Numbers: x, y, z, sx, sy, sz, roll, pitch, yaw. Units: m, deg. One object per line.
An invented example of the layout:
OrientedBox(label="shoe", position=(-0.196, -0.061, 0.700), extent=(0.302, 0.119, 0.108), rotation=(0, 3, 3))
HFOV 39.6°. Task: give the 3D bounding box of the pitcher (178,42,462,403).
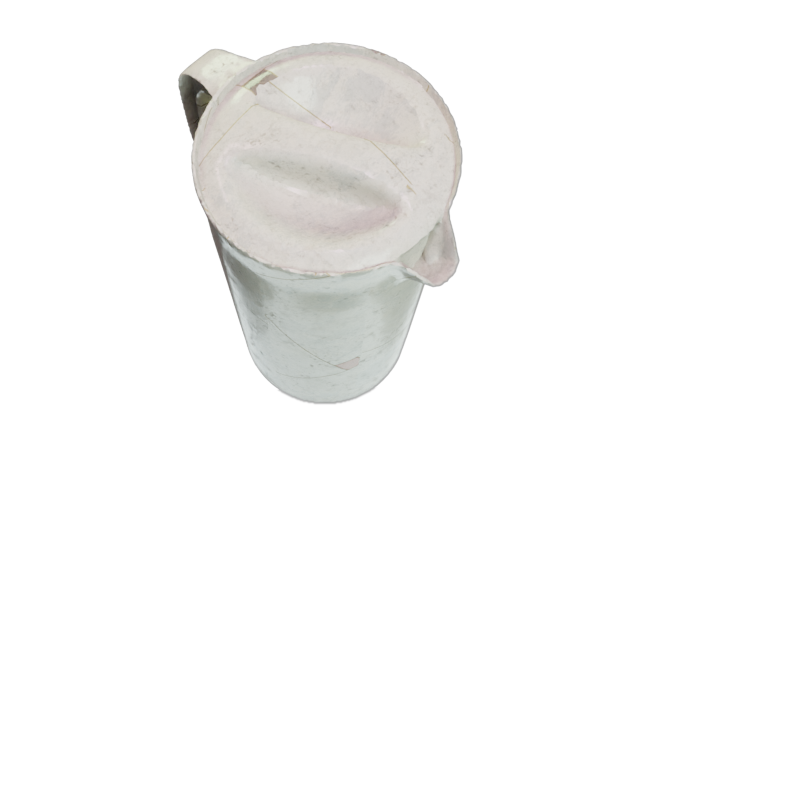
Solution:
OrientedBox(label="pitcher", position=(-0.051, -0.092, 0.647), extent=(0.144, 0.157, 0.231), rotation=(-1, -21, -4))
